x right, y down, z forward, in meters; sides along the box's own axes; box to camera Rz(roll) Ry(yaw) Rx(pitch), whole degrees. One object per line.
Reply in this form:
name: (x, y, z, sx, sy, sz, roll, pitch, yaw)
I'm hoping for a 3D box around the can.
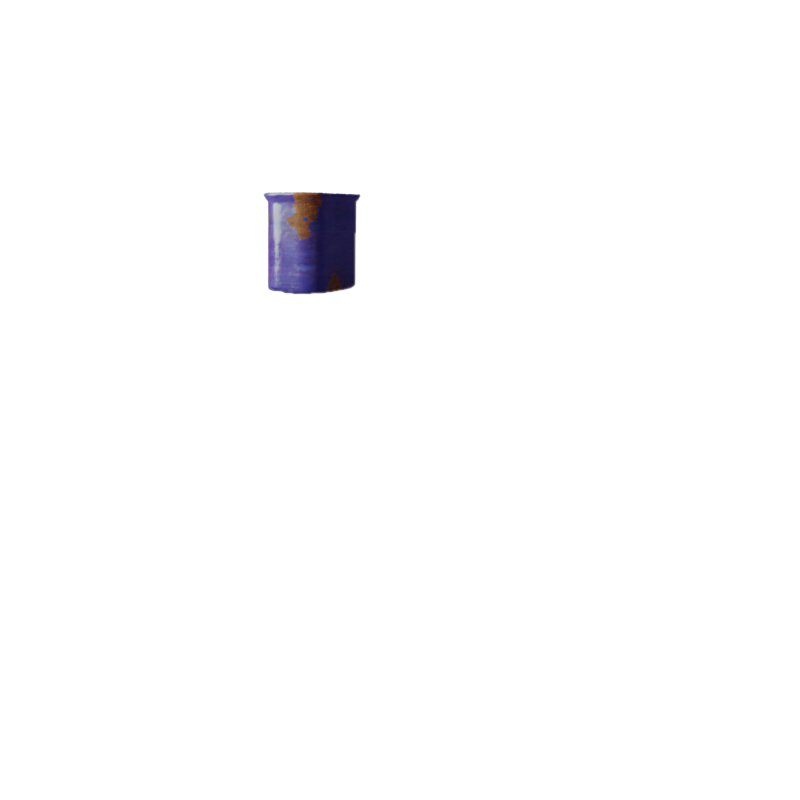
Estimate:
can: (-0.075, -0.136, 0.956, 0.059, 0.083, 0.100, 2, 7, 22)
